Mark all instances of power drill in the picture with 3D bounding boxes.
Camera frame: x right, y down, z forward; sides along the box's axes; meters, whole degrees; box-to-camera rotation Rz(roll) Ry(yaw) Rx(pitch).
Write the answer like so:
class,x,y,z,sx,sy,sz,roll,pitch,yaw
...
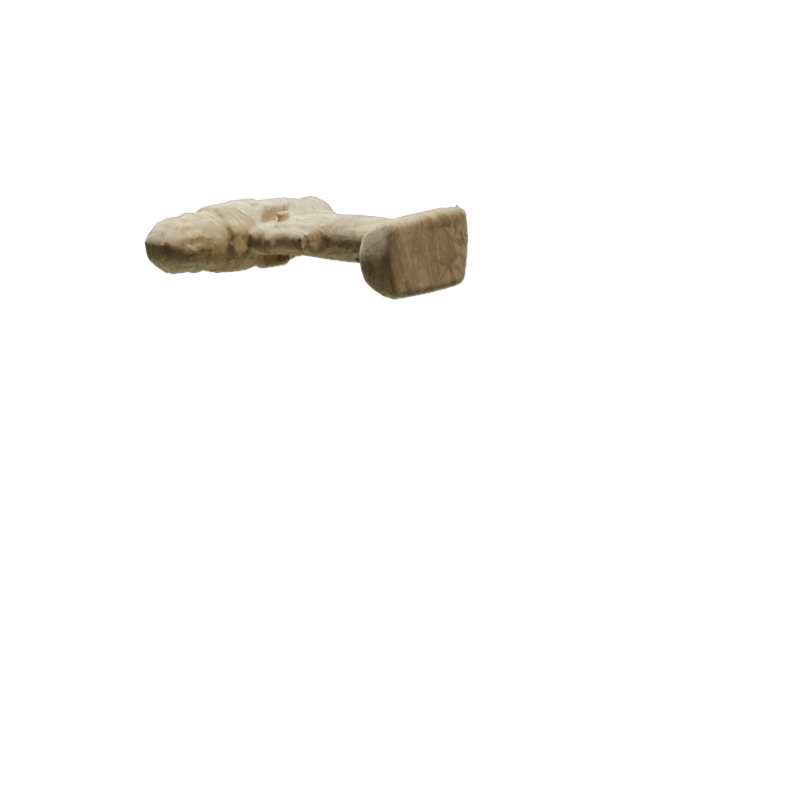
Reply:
class,x,y,z,sx,sy,sz,roll,pitch,yaw
power drill,-0.062,-0.113,0.790,0.197,0.055,0.181,13,22,35
